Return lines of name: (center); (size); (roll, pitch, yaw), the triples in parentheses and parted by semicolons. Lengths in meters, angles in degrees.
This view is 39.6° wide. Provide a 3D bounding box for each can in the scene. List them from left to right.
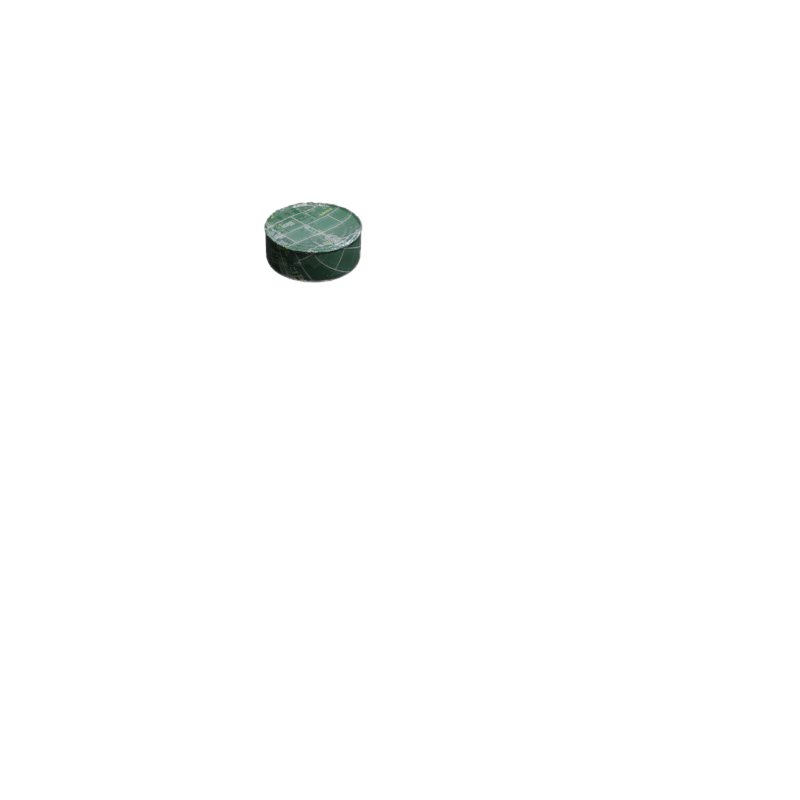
can: (-0.077, -0.140, 0.977); (0.086, 0.031, 0.092); (-1, 37, -2)
